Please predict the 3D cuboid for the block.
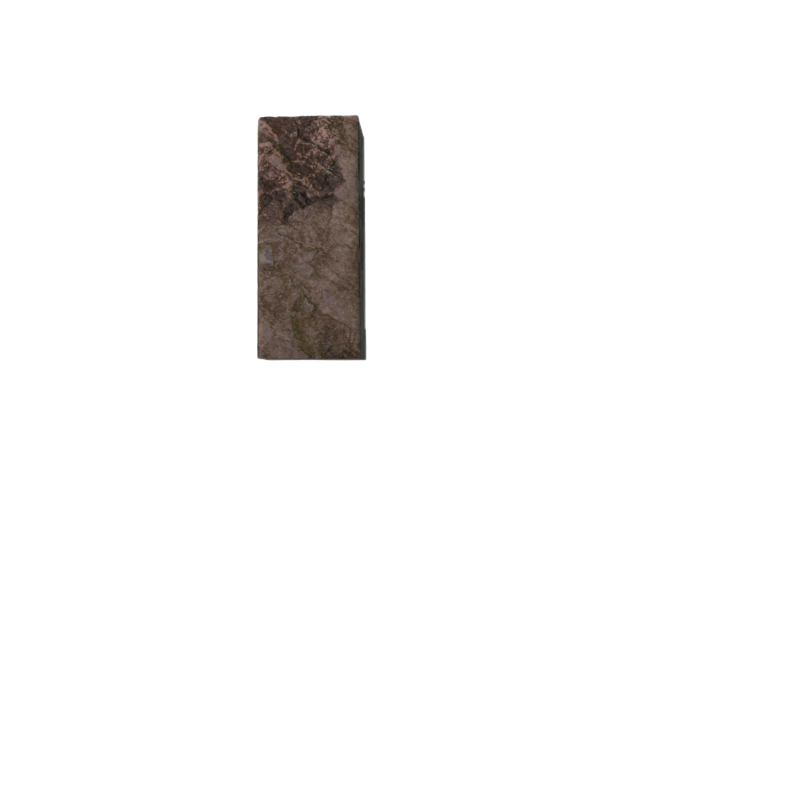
[{"bbox_3d":[-0.077,-0.139,0.975,0.091,0.210,0.089,-1,-6,3],"label":"block"}]
